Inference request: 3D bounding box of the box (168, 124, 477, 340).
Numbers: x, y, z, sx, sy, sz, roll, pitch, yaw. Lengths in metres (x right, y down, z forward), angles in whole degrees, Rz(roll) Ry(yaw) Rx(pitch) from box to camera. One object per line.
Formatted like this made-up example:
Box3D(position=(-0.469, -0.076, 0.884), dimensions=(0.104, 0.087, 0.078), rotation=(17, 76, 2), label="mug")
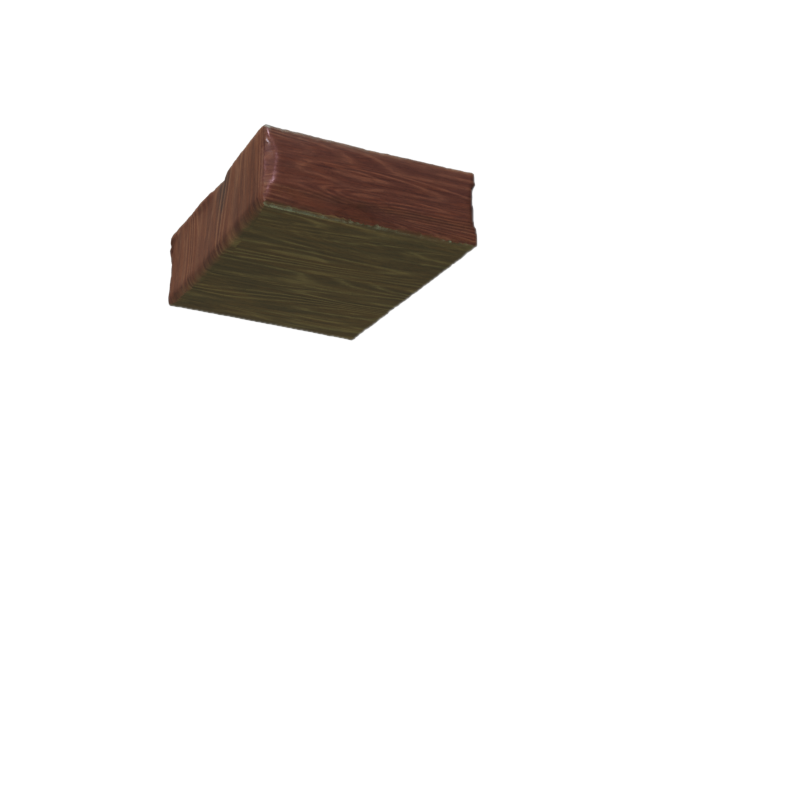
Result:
Box3D(position=(-0.029, -0.052, 0.367), dimensions=(0.070, 0.032, 0.088), rotation=(10, -22, -26), label="box")
